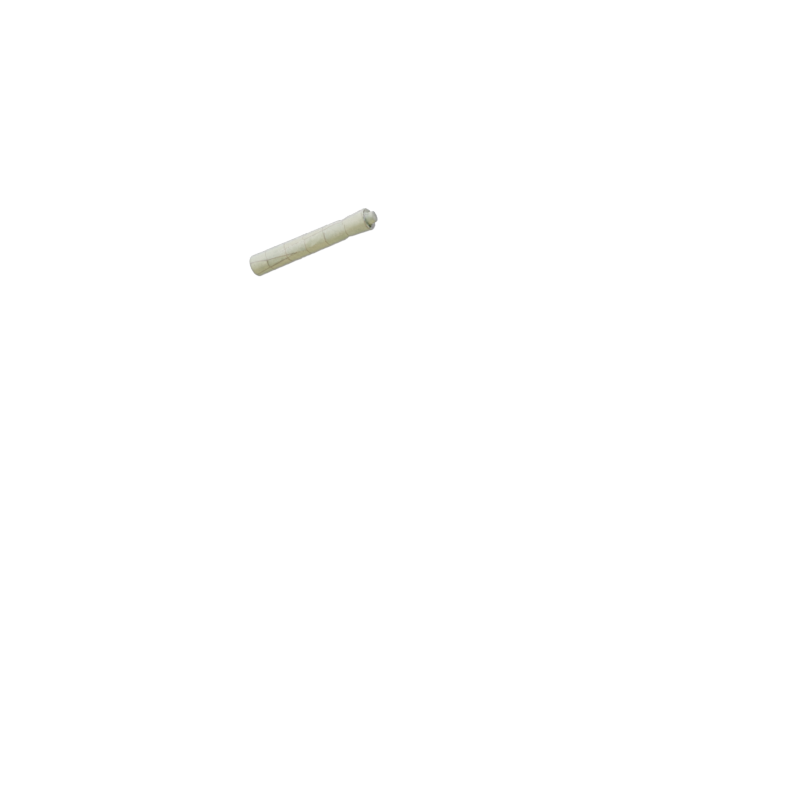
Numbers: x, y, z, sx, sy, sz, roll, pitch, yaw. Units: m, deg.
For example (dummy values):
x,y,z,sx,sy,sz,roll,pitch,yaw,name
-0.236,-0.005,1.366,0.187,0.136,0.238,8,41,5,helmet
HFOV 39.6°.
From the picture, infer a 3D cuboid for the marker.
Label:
x,y,z,sx,sy,sz,roll,pitch,yaw,name
-0.072,-0.131,0.917,0.122,0.020,0.019,-18,-5,28,marker
